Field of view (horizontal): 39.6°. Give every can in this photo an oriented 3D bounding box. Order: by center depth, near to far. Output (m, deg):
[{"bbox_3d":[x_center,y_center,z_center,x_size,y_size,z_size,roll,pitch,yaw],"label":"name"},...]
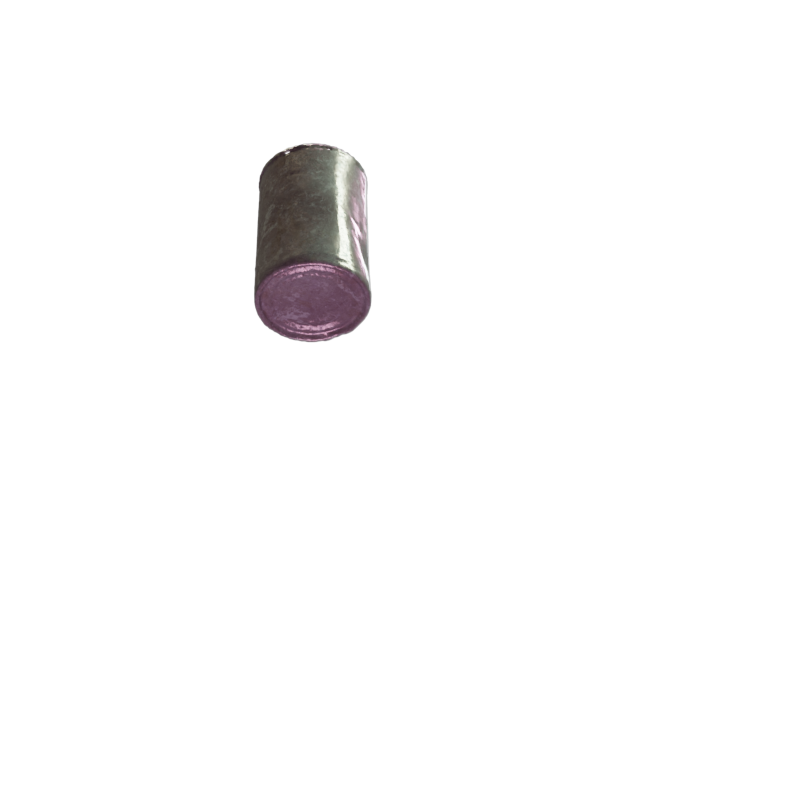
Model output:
[{"bbox_3d":[-0.051,-0.093,0.653,0.068,0.110,0.064,-1,-42,-3],"label":"can"}]
